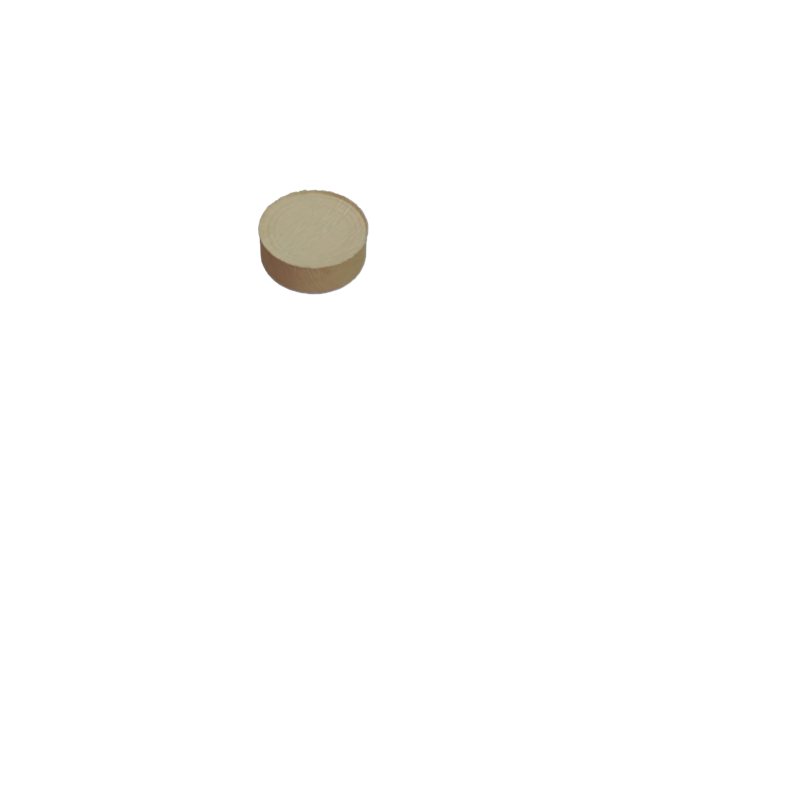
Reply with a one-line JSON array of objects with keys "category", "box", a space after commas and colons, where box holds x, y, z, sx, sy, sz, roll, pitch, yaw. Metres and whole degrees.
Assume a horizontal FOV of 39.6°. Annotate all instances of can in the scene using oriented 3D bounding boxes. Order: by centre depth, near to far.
[{"category": "can", "box": [-0.068, -0.125, 0.872, 0.086, 0.092, 0.031, -1, -40, -1]}]
